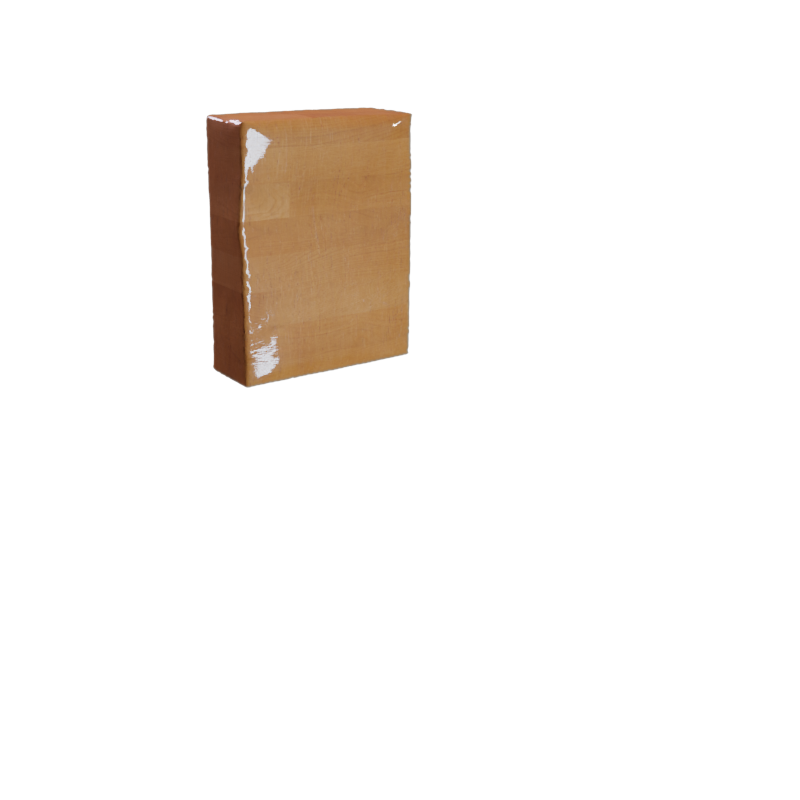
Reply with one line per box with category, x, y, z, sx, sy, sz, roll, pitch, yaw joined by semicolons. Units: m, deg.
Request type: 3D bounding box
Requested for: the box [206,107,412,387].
box;-0.072;-0.131;0.921;0.160;0.208;0.076;-9;16;-32
